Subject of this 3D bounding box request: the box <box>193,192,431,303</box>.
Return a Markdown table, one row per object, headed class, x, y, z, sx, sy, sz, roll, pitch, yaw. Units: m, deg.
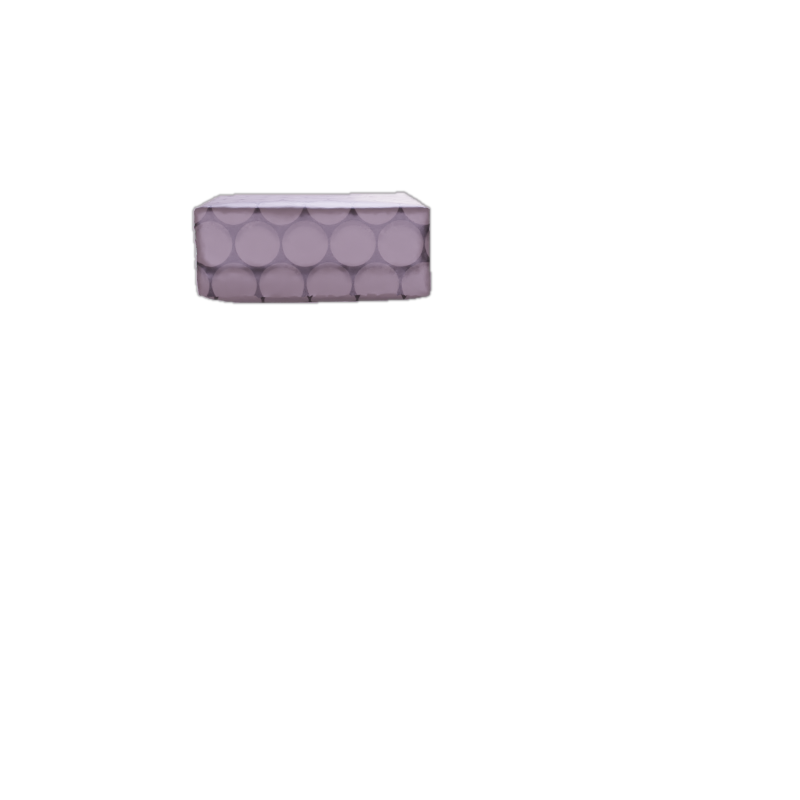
| class | x | y | z | sx | sy | sz | roll | pitch | yaw |
| --- | --- | --- | --- | --- | --- | --- | --- | --- | --- |
| box | -0.067 | -0.123 | 0.859 | 0.164 | 0.070 | 0.218 | -1 | 12 | -3 |
